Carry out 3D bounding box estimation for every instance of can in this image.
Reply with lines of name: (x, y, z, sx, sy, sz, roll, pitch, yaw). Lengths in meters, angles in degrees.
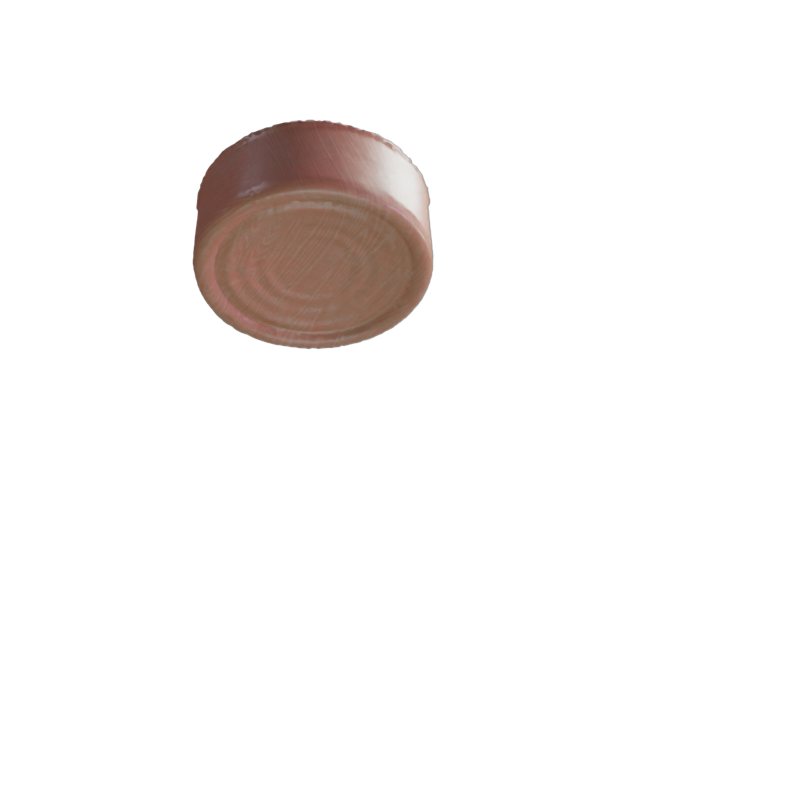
can: (-0.031, -0.057, 0.397, 0.086, 0.036, 0.080, 1, -40, -1)
